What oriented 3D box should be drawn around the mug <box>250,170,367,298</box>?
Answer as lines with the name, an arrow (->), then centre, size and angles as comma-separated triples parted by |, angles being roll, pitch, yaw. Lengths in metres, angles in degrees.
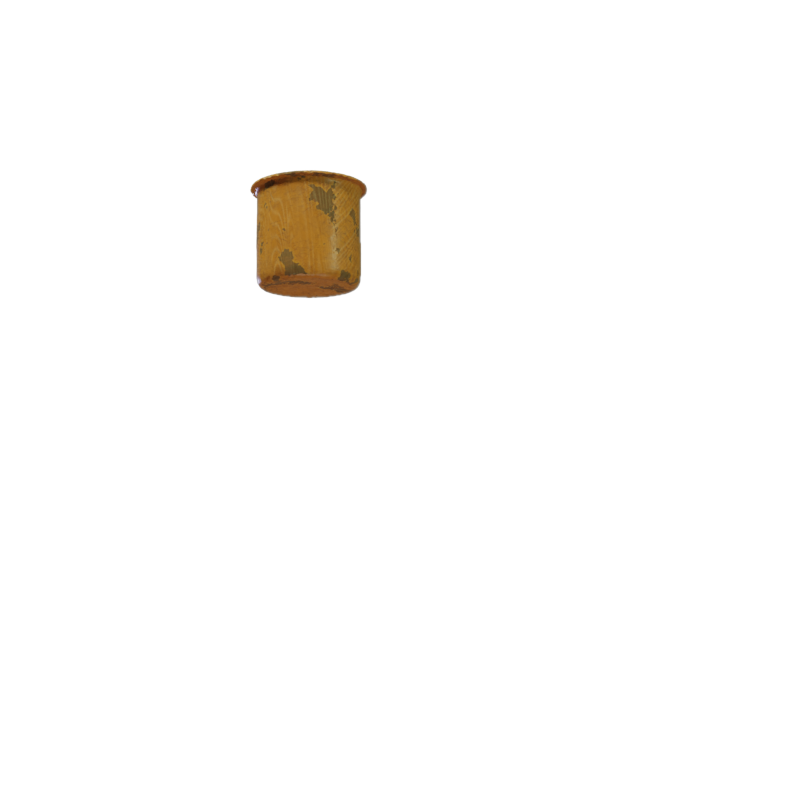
mug -> -0.069, -0.126, 0.883 | 0.095, 0.084, 0.112 | -3, -11, 14
